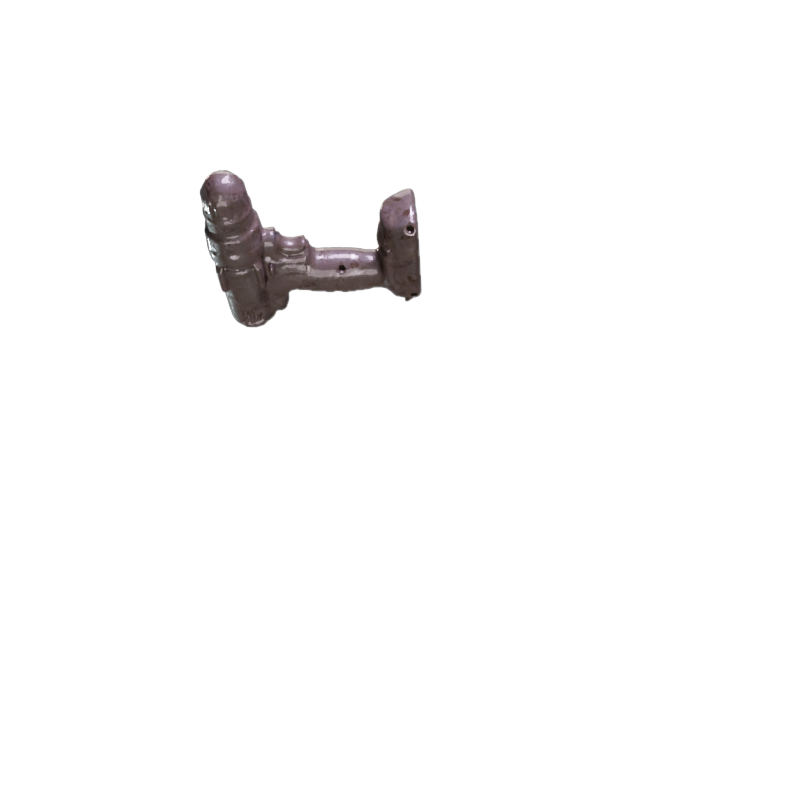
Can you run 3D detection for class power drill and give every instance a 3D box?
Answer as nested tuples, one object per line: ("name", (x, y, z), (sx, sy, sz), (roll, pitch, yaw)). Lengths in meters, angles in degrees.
("power drill", (-0.077, -0.141, 0.988), (0.189, 0.061, 0.171), (-4, -37, 4))
